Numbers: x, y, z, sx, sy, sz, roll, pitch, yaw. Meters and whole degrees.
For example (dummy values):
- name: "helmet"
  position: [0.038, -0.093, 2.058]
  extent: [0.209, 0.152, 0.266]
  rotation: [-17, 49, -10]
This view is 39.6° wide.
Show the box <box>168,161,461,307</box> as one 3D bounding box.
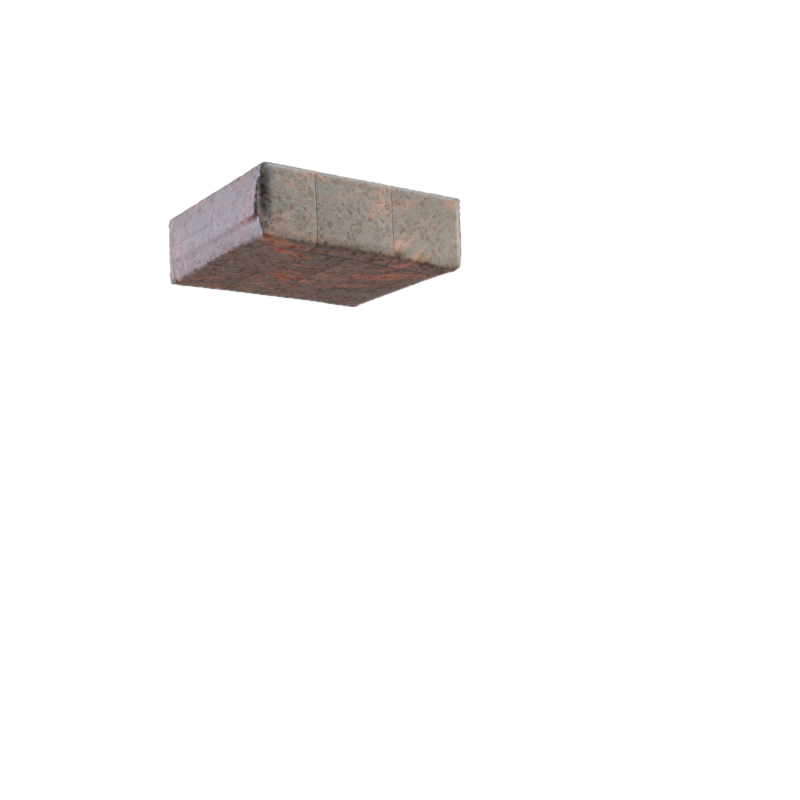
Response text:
- name: "box"
  position: [-0.041, -0.075, 0.526]
  extent: [0.108, 0.040, 0.091]
  rotation: [7, -13, -35]
